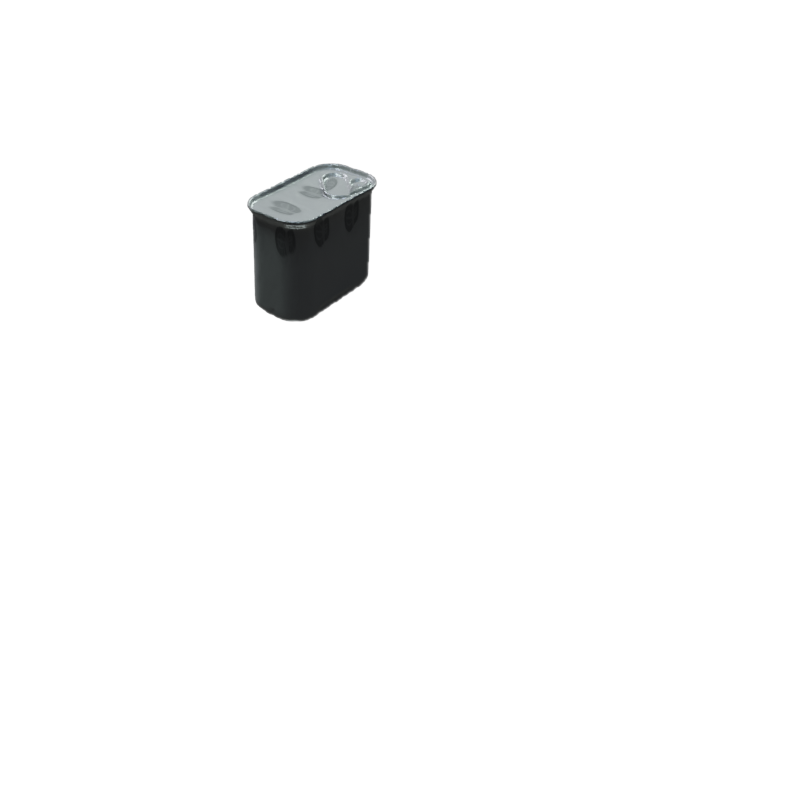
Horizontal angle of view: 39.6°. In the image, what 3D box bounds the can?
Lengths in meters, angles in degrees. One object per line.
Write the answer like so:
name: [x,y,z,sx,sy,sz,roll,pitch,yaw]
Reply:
can: [-0.064,-0.117,0.818,0.061,0.079,0.103,22,38,29]
